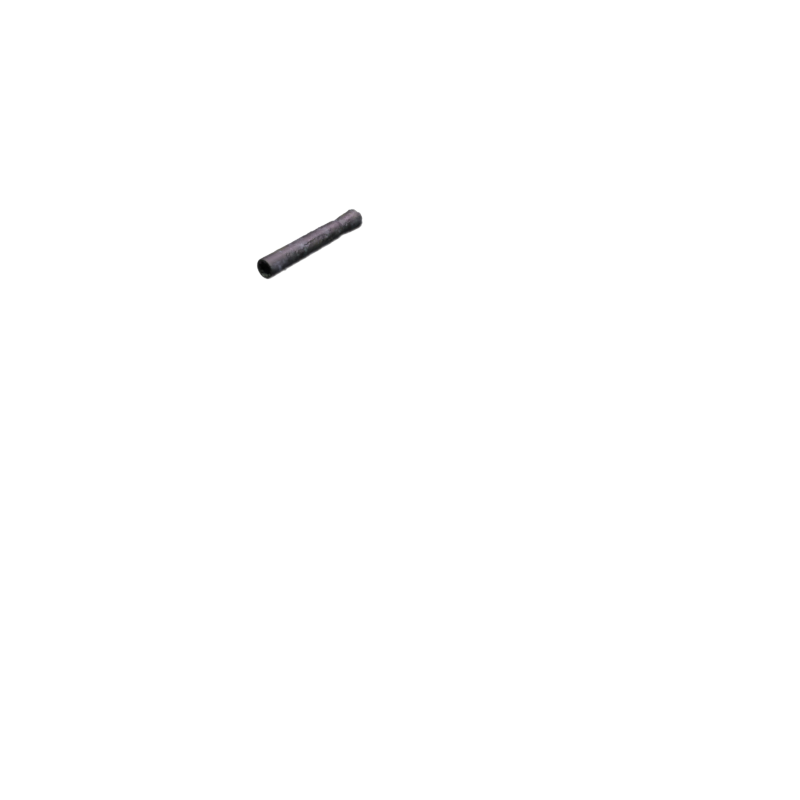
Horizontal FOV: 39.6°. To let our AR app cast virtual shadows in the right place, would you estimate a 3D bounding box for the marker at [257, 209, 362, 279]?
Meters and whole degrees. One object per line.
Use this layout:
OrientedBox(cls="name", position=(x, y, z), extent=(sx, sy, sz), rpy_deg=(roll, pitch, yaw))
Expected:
OrientedBox(cls="marker", position=(-0.076, -0.138, 0.966), extent=(0.021, 0.019, 0.121), rpy_deg=(4, 30, 44))
